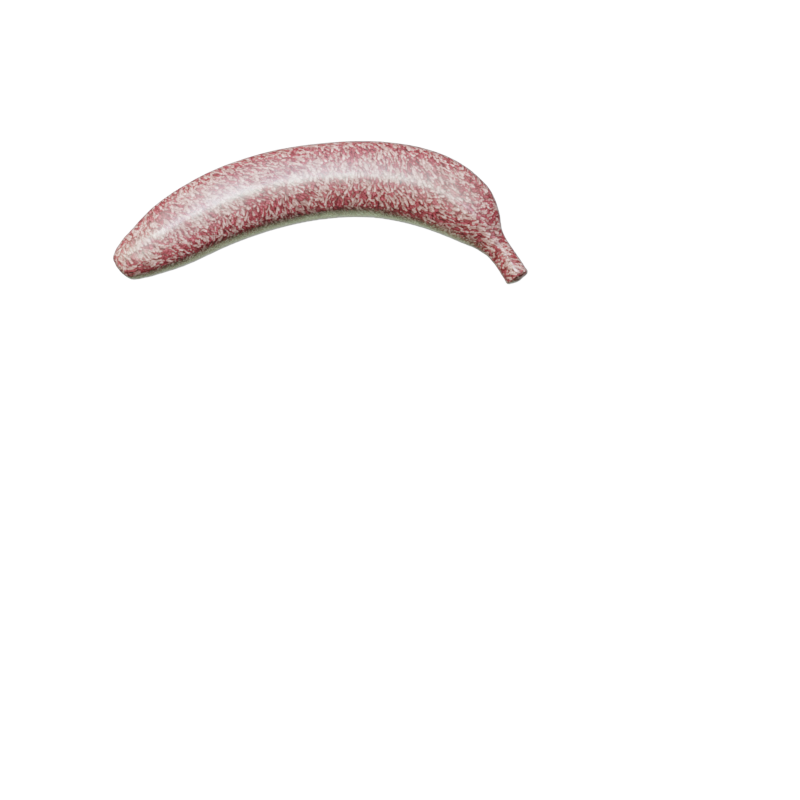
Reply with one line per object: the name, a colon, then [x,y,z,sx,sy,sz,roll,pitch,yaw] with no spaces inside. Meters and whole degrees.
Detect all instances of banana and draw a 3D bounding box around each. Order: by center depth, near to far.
banana: [-0.038,-0.093,0.535,0.198,0.074,0.035,0,-26,0]
